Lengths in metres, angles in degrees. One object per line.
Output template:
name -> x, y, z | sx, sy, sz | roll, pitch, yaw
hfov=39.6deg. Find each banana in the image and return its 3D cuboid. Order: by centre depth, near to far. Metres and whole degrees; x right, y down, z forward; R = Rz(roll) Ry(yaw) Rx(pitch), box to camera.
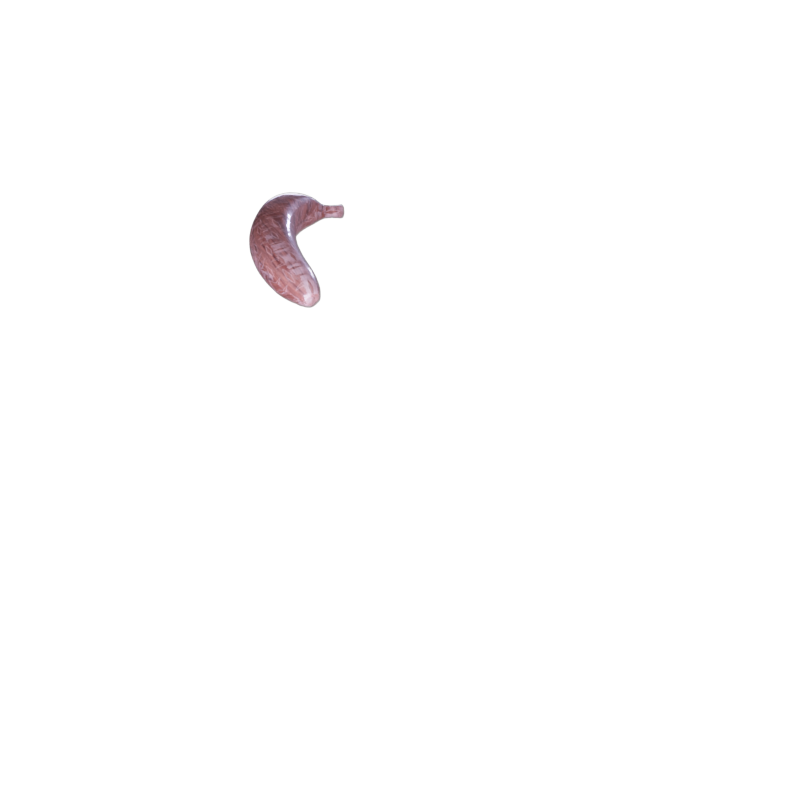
banana -> -0.087, -0.129, 0.889 | 0.070, 0.035, 0.208 | 2, 30, 3
